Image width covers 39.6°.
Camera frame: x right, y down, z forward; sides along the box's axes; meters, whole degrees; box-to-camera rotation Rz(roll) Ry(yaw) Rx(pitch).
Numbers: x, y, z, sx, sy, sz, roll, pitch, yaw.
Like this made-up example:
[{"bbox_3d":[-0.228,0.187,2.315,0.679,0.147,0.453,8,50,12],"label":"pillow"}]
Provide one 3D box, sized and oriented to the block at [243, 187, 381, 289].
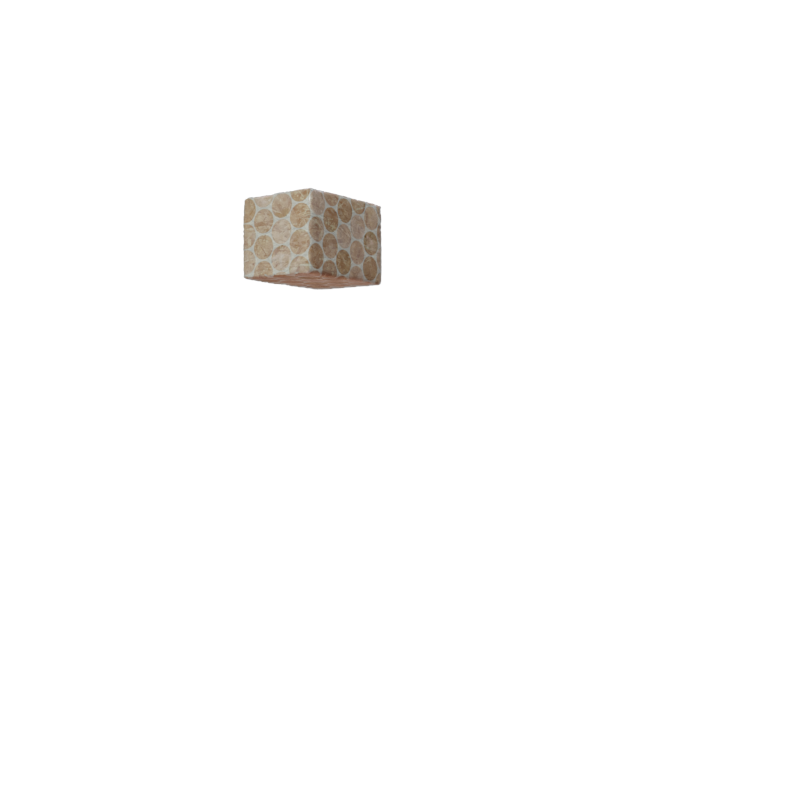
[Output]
[{"bbox_3d":[-0.054,-0.098,0.689,0.054,0.052,0.074,-3,-4,34],"label":"block"}]
